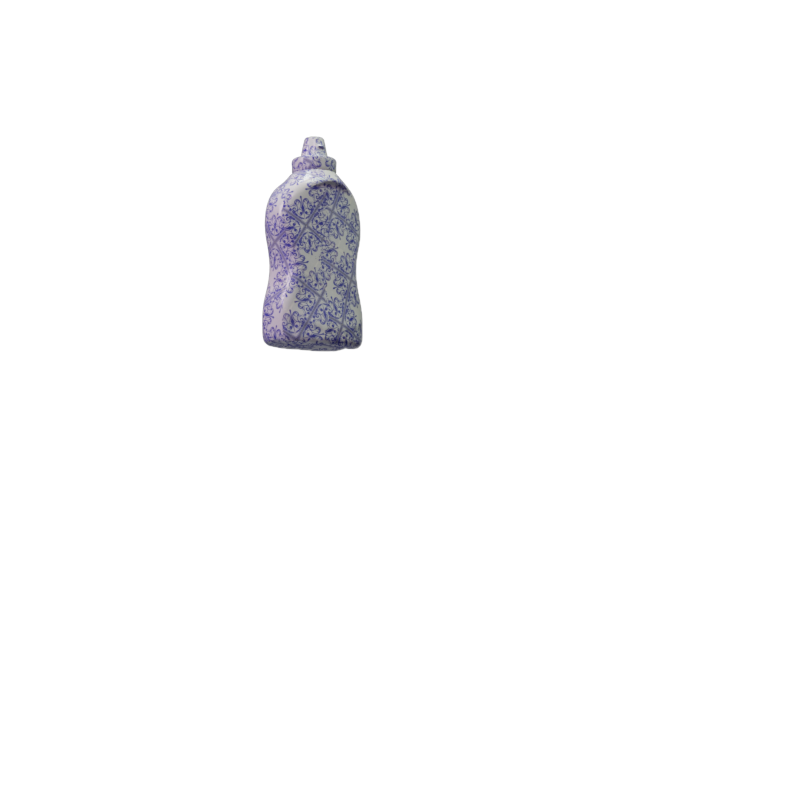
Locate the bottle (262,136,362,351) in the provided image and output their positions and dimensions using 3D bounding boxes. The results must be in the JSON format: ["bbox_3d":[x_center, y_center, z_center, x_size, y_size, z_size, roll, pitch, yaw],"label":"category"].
[{"bbox_3d":[-0.078,-0.142,0.996,0.091,0.197,0.060,7,-13,-40],"label":"bottle"}]
